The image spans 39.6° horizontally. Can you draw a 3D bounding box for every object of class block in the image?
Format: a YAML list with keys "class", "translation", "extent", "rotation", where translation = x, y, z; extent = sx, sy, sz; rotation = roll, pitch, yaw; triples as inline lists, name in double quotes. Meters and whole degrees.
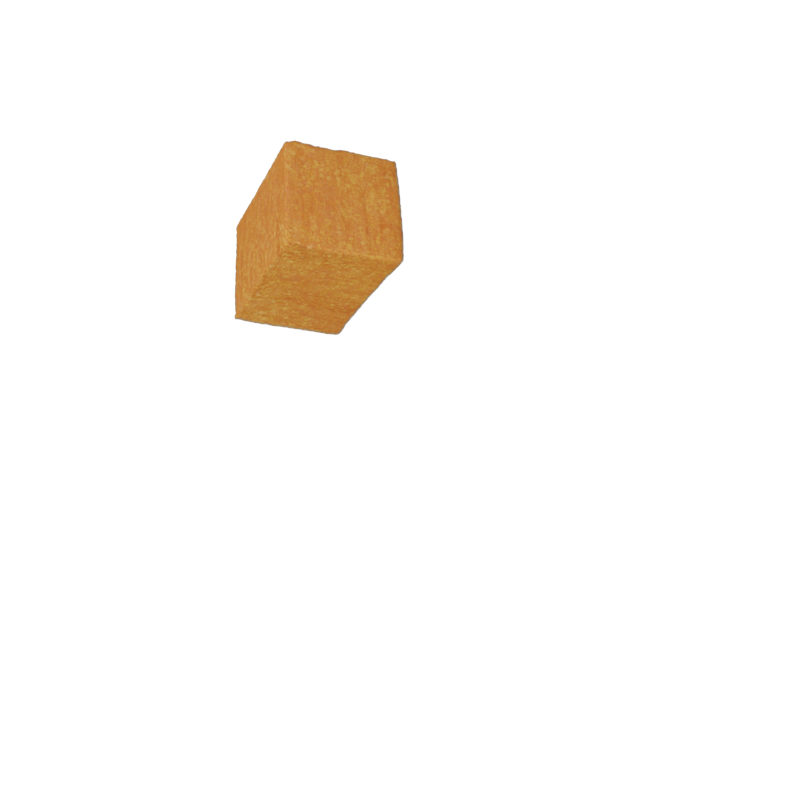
- class: "block"
  translation: [-0.038, -0.070, 0.488]
  extent: [0.051, 0.054, 0.076]
  rotation: [9, -27, -21]
